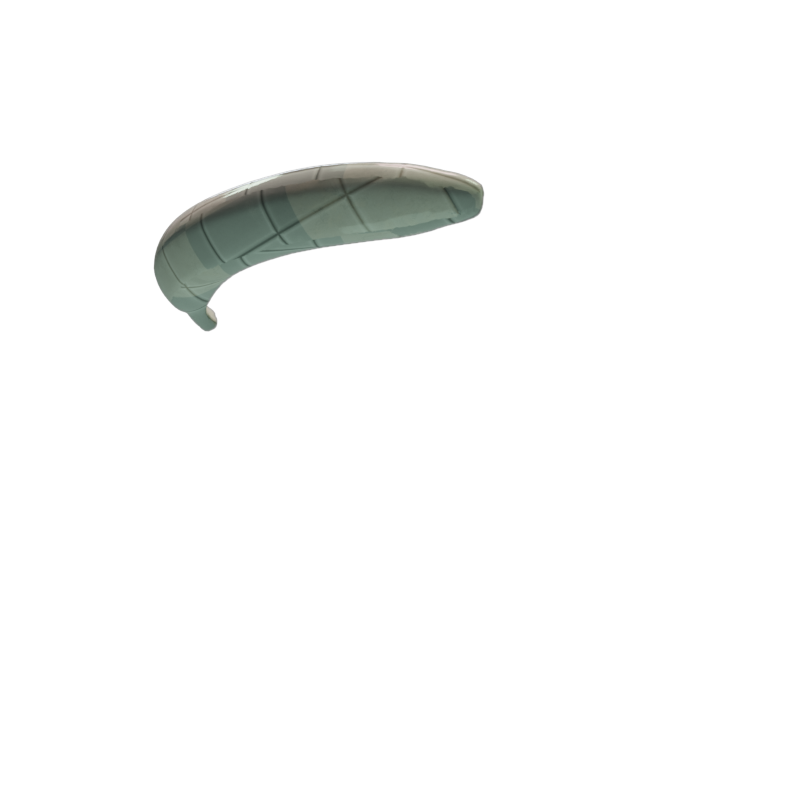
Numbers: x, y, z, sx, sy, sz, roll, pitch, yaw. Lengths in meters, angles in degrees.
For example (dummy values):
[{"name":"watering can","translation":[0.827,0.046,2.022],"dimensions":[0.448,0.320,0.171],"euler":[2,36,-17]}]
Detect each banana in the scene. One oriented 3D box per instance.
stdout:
[{"name":"banana","translation":[-0.056,-0.076,0.505],"dimensions":[0.066,0.038,0.200],"euler":[15,-21,-42]}]
